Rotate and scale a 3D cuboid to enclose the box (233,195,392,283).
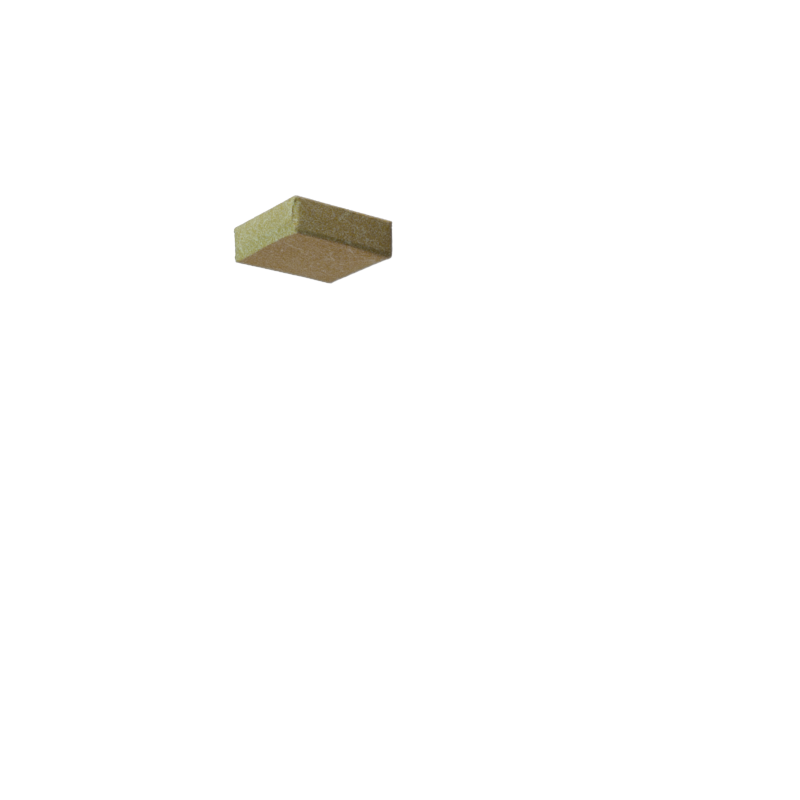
[{"bbox_3d":[-0.076,-0.139,0.975,0.108,0.041,0.091,12,-19,-39],"label":"box"}]
